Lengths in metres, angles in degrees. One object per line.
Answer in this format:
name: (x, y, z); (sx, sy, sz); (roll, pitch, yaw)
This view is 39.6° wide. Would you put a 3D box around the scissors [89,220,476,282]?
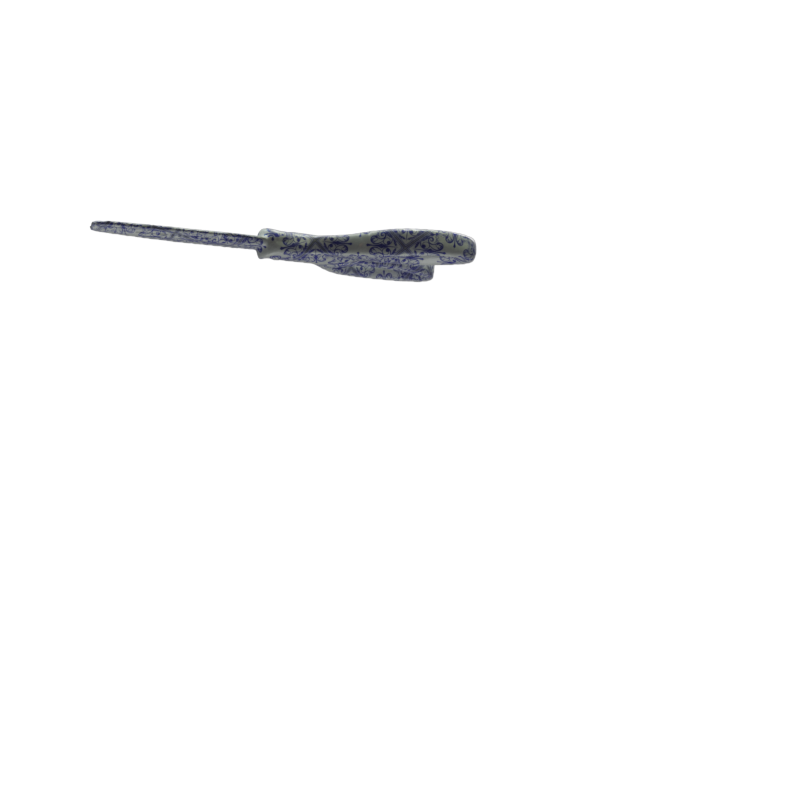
scissors: (-0.043, -0.079, 0.555); (0.099, 0.016, 0.192); (-4, -5, 45)
